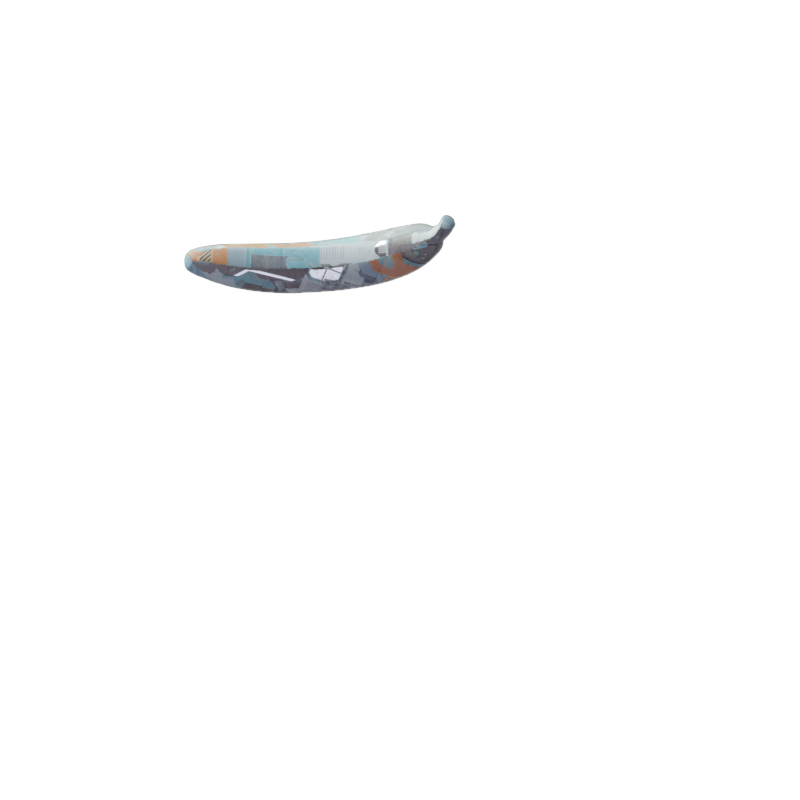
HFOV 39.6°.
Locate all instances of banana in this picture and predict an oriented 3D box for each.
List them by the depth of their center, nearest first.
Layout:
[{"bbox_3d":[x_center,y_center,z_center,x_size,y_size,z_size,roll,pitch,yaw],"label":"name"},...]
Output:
[{"bbox_3d":[-0.054,-0.105,0.801,0.200,0.039,0.064,-8,-31,13],"label":"banana"}]
